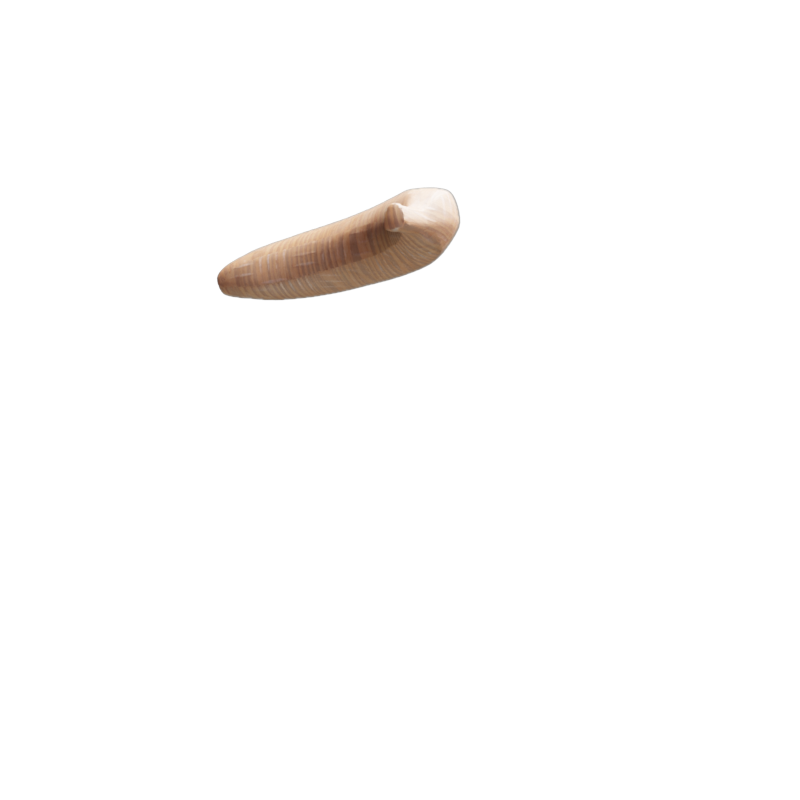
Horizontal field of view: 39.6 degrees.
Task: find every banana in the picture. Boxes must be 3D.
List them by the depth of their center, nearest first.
[{"bbox_3d":[-0.026,-0.080,0.568,0.067,0.038,0.200,4,-8,-31],"label":"banana"}]
